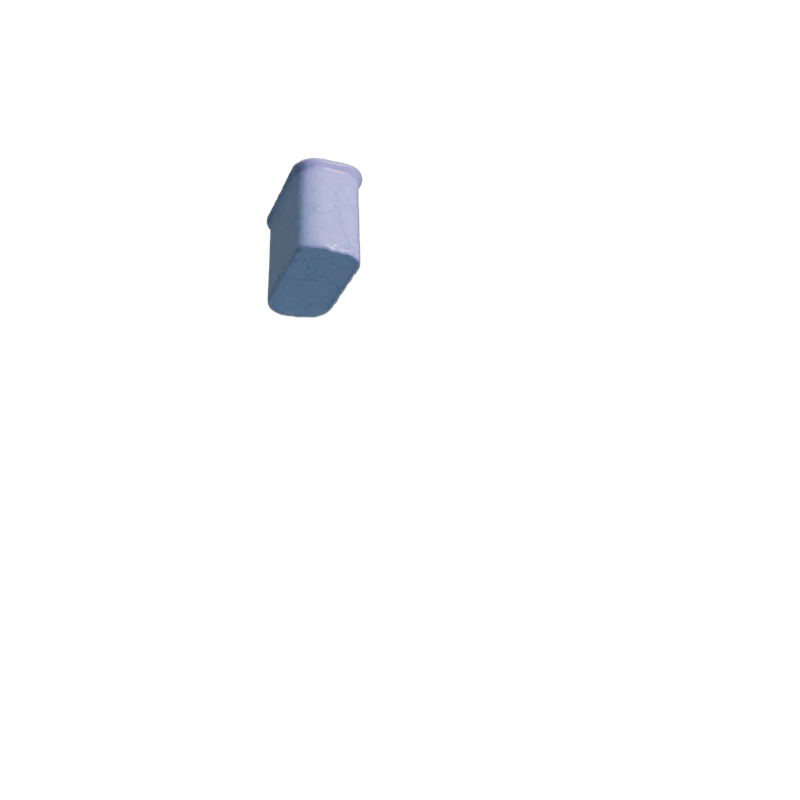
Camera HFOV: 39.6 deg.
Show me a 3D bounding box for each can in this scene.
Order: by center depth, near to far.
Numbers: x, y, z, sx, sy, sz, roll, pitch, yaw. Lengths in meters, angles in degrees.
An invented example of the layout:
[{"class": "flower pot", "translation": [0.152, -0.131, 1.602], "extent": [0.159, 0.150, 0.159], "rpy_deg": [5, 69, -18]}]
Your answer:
[{"class": "can", "translation": [-0.068, -0.123, 0.864], "extent": [0.056, 0.089, 0.098], "rpy_deg": [11, -34, -19]}]
